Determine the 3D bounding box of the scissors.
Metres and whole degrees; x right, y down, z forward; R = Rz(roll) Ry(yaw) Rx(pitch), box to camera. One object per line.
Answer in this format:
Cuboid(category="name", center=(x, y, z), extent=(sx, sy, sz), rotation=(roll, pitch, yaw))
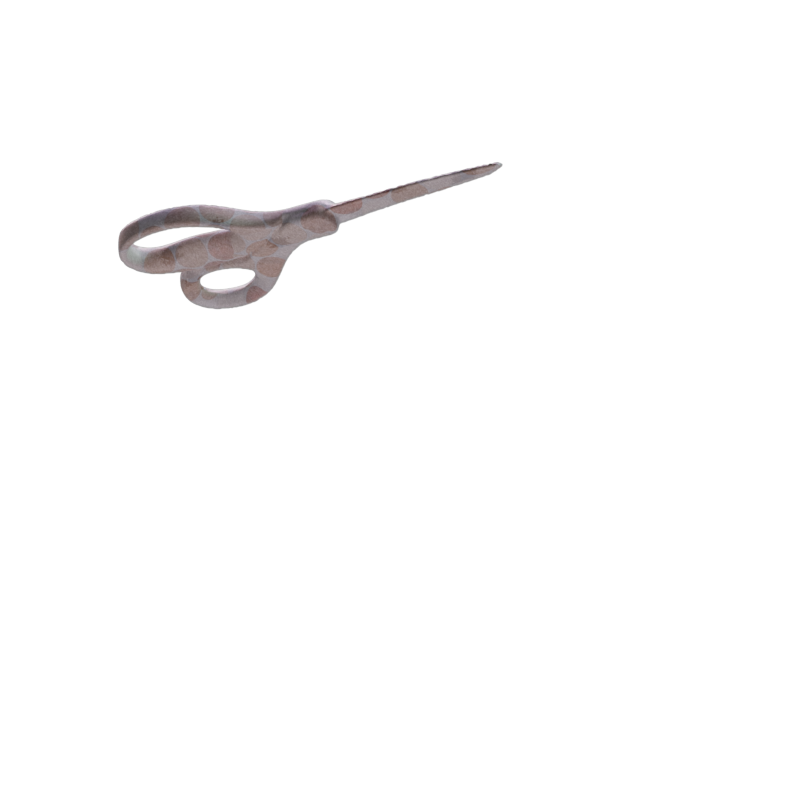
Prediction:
Cuboid(category="scissors", center=(-0.045, -0.082, 0.576), extent=(0.204, 0.017, 0.089), rotation=(-5, -27, 10))
